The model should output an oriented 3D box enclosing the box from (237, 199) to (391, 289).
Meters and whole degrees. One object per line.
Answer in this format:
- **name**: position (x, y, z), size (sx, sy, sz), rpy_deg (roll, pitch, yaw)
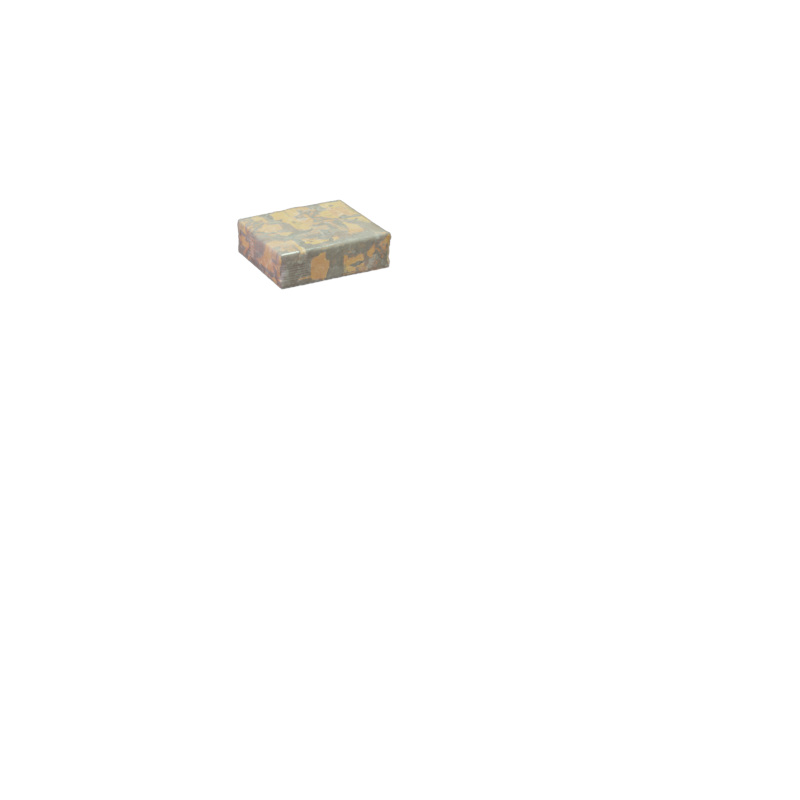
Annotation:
- **box**: position (-0.062, -0.114, 0.795), size (0.088, 0.028, 0.079), rpy_deg (-15, 33, -25)
